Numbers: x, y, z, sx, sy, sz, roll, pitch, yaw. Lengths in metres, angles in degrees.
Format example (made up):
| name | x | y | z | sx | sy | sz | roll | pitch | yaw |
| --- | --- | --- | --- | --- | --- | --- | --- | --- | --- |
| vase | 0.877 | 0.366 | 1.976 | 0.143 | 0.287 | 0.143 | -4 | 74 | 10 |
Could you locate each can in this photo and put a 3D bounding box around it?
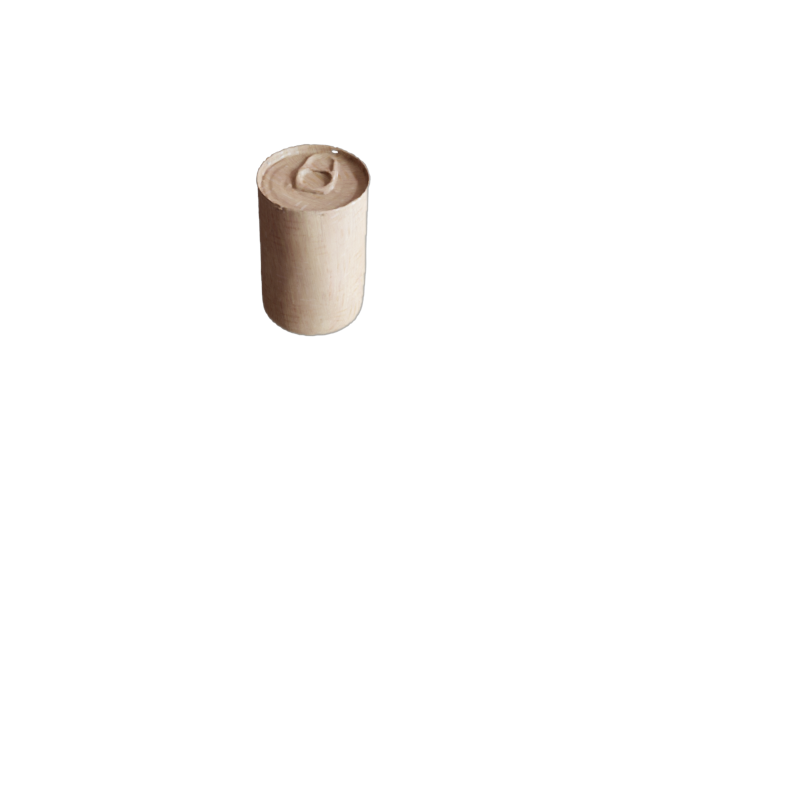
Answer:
| name | x | y | z | sx | sy | sz | roll | pitch | yaw |
| --- | --- | --- | --- | --- | --- | --- | --- | --- | --- |
| can | -0.054 | -0.098 | 0.689 | 0.068 | 0.095 | 0.074 | 0 | 44 | -3 |
